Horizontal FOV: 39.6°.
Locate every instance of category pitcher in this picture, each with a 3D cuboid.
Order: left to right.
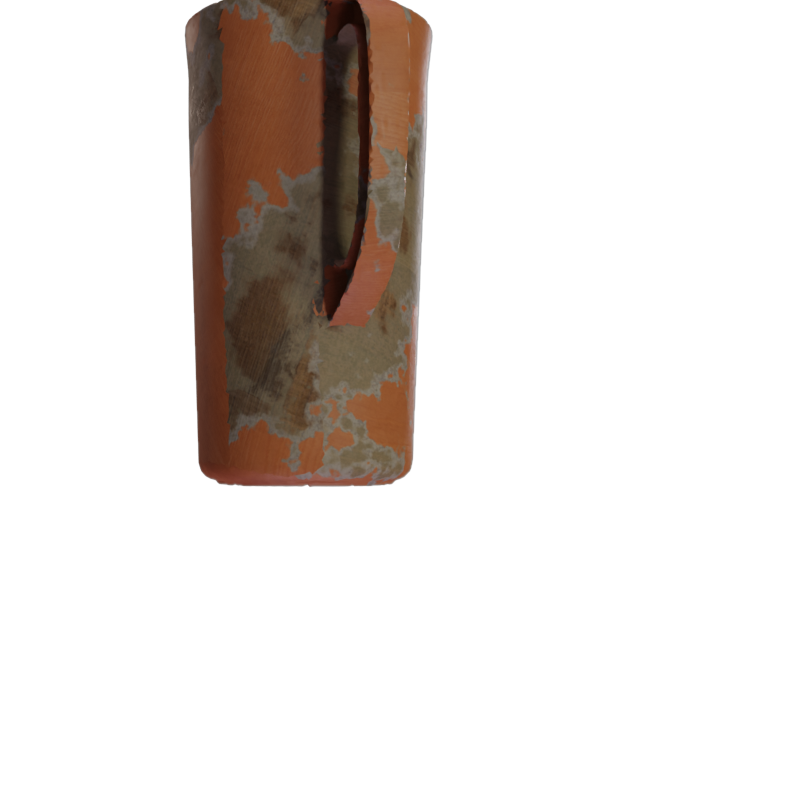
[{"bbox_3d":[-0.044,-0.081,0.567,0.148,0.249,0.143,-4,-9,20],"label":"pitcher"}]
